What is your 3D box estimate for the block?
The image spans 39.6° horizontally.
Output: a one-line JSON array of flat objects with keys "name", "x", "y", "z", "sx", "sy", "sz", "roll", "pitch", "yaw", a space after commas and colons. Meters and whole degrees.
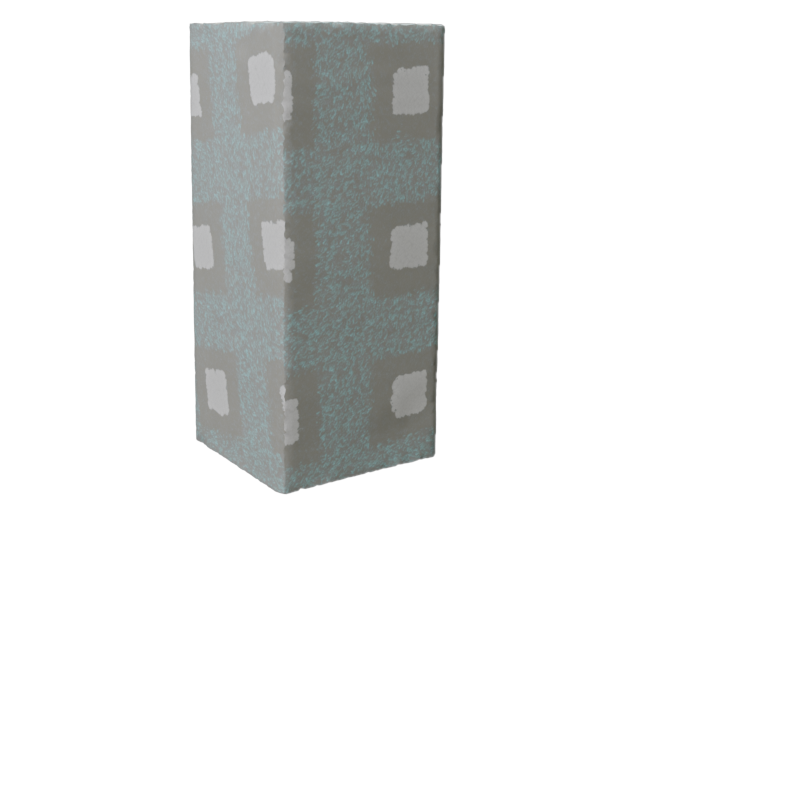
[{"name": "block", "x": -0.042, "y": -0.076, "z": 0.532, "sx": 0.088, "sy": 0.201, "sz": 0.095, "roll": -8, "pitch": 15, "yaw": -35}]
